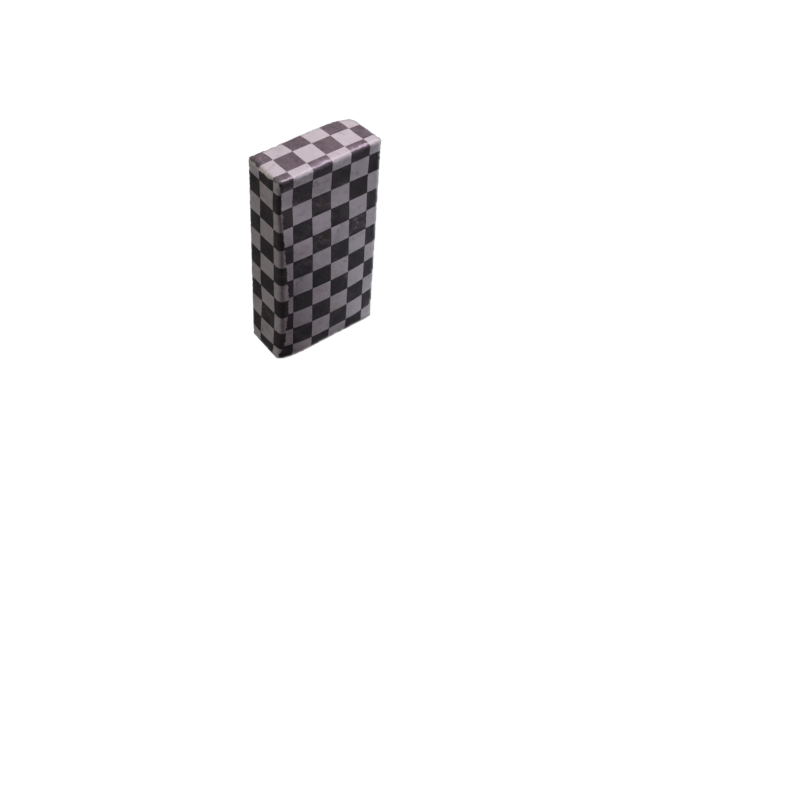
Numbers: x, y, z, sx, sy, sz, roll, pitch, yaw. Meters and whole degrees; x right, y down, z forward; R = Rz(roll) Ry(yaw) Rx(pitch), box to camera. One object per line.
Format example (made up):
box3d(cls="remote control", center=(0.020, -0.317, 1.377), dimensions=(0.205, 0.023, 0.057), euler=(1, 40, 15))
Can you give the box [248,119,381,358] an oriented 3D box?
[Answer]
box3d(cls="box", center=(-0.066, -0.120, 0.837), dimensions=(0.093, 0.164, 0.052), euler=(-27, 50, -30))
